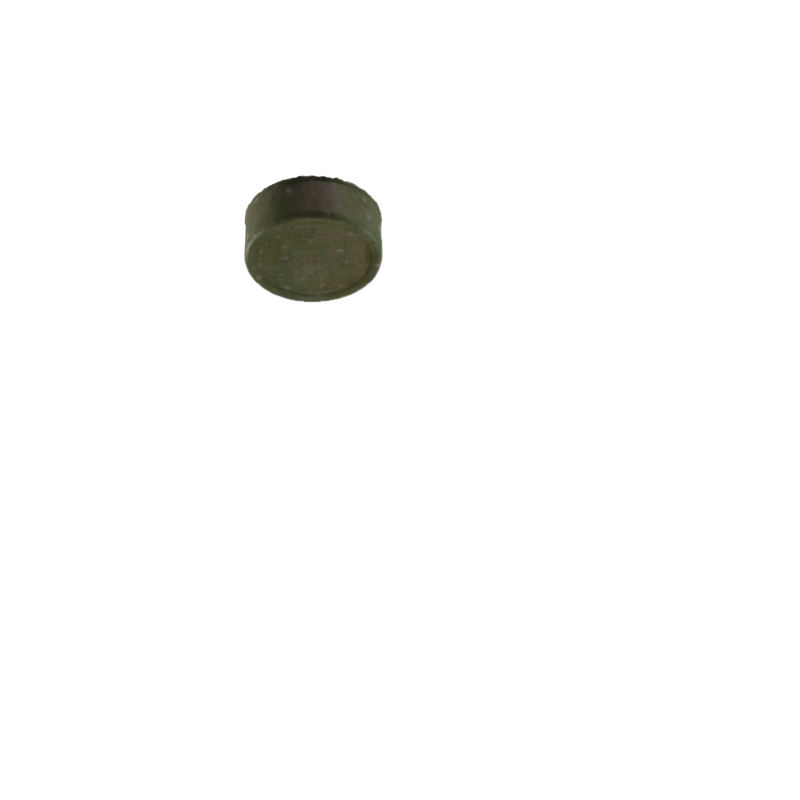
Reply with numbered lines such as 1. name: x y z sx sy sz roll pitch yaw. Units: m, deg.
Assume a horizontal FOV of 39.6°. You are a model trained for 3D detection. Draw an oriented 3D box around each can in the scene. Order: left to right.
1. can: -0.053 -0.097 0.681 0.086 0.036 0.080 1 -34 -2
